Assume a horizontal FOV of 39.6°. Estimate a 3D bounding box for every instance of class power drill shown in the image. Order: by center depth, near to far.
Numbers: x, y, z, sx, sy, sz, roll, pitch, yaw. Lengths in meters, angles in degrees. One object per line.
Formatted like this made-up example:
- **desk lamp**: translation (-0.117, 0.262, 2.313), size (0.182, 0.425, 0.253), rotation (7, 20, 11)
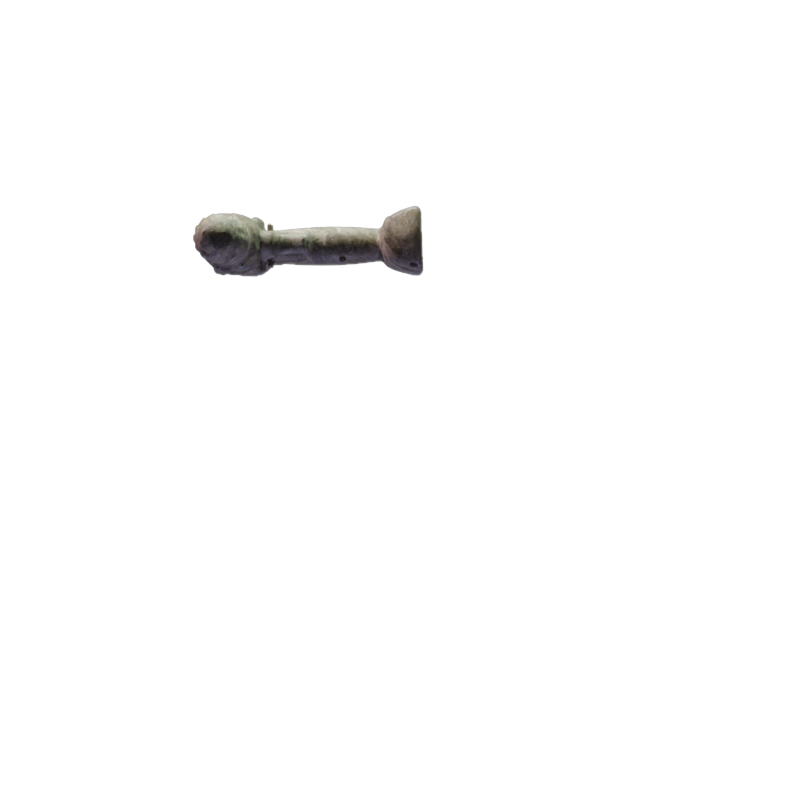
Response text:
- **power drill**: translation (-0.074, -0.136, 0.950), size (0.189, 0.057, 0.183), rotation (0, 4, 5)
